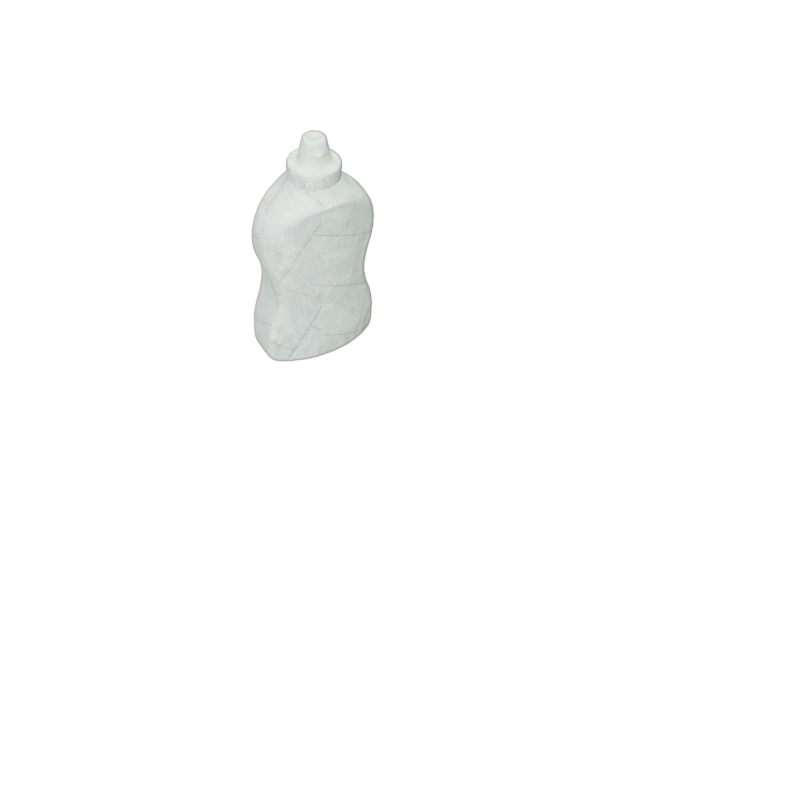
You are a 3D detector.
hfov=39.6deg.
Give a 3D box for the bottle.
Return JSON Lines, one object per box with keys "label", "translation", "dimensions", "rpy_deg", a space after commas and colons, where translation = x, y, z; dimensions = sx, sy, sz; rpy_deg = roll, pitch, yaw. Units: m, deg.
{"label": "bottle", "translation": [-0.066, -0.121, 0.849], "dimensions": [0.095, 0.179, 0.063], "rpy_deg": [-18, 45, -23]}
